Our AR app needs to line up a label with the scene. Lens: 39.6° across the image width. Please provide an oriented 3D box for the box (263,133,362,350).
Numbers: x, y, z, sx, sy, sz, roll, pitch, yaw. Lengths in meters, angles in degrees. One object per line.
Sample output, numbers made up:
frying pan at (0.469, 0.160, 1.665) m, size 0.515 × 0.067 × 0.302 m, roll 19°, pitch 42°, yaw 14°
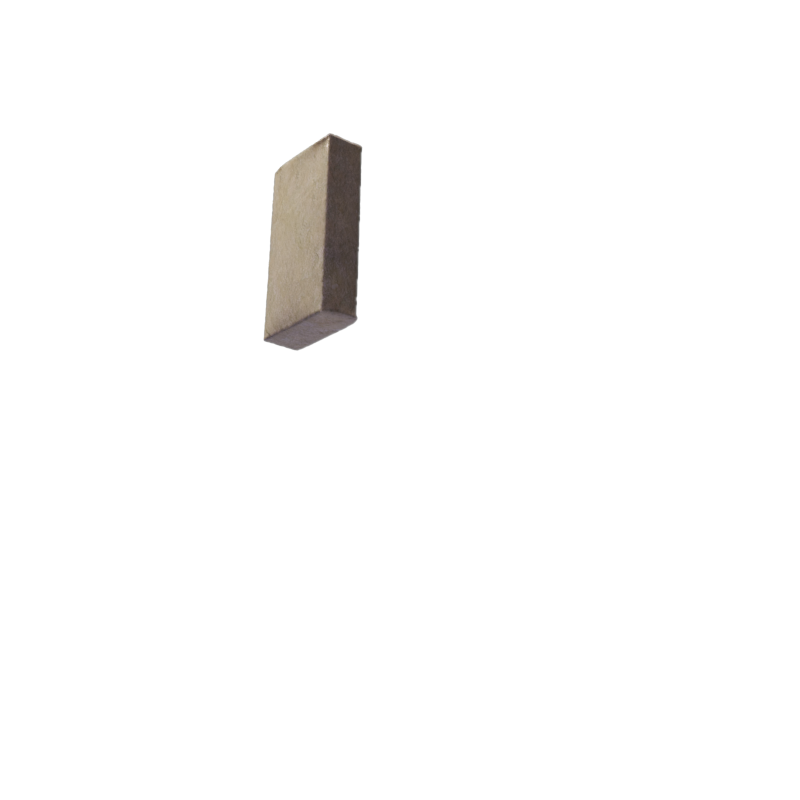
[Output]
box at (-0.079, -0.143, 1.000) m, size 0.045 × 0.186 × 0.093 m, roll 17°, pitch -29°, yaw -36°
